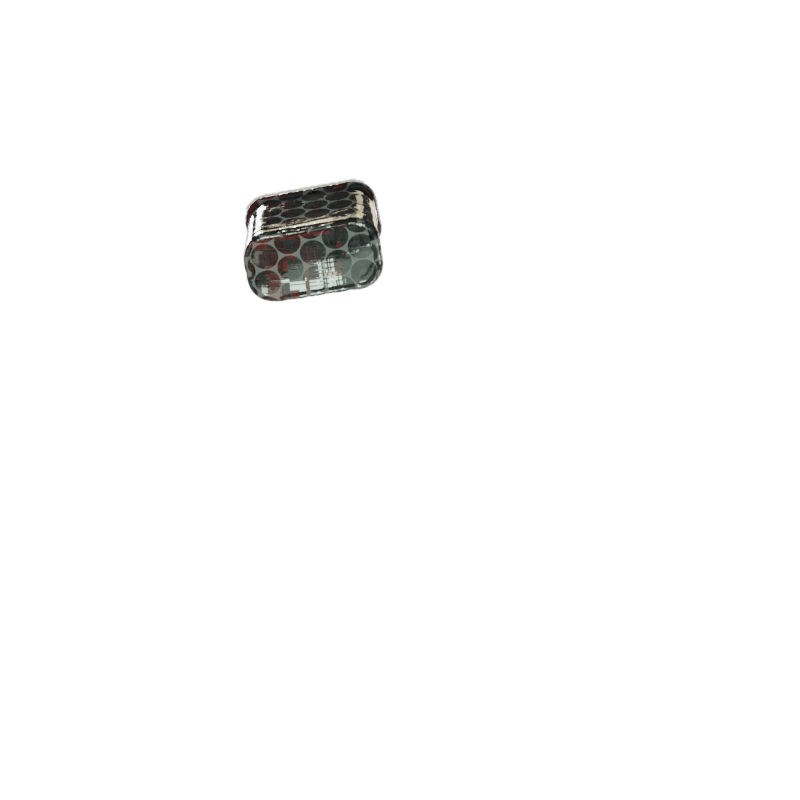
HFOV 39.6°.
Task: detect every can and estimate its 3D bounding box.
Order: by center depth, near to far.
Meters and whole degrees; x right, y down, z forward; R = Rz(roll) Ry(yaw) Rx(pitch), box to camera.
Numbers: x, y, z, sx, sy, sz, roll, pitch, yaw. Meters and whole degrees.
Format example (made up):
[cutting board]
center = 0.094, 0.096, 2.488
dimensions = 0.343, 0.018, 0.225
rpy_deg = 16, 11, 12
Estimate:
[can]
center = -0.063, -0.115, 0.808
dimensions = 0.102, 0.054, 0.088
rpy_deg = -10, 25, 2
